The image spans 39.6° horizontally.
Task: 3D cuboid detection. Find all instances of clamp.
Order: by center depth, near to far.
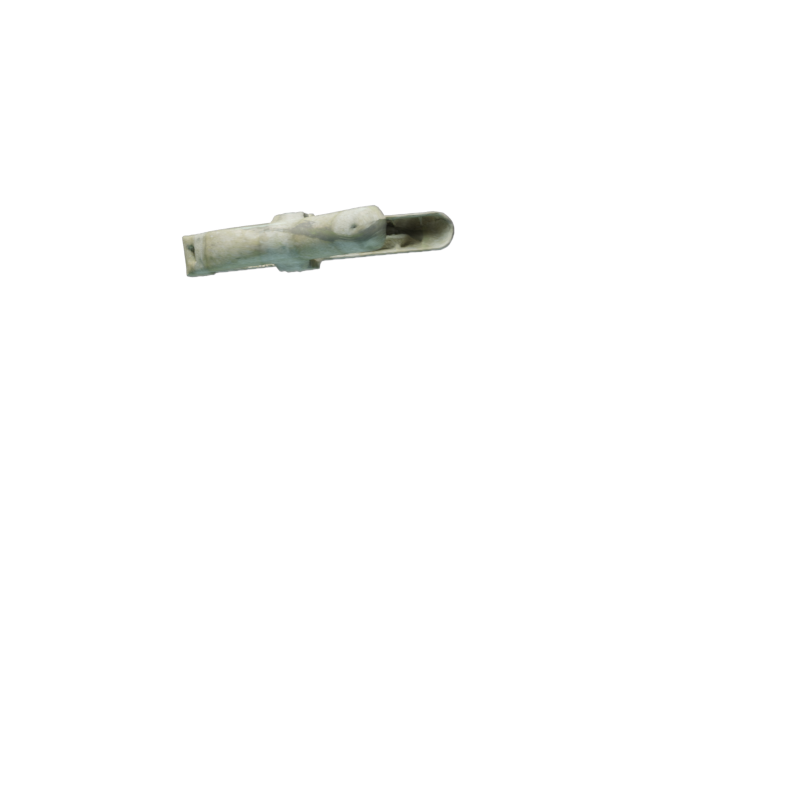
[{"bbox_3d":[-0.054,-0.099,0.690,0.177,0.039,0.115,1,1,34],"label":"clamp"}]
